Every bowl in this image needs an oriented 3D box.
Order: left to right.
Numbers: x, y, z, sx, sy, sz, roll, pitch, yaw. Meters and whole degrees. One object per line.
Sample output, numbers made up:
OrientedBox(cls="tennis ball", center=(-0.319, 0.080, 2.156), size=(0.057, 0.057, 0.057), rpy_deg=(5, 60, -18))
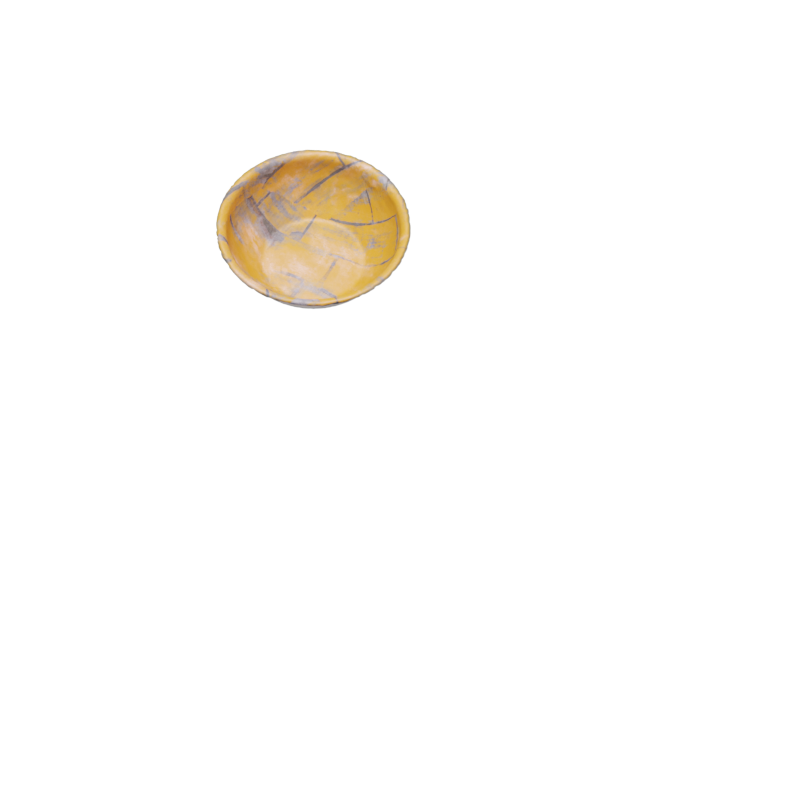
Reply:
OrientedBox(cls="bowl", center=(-0.074, -0.134, 0.942), size=(0.162, 0.173, 0.051), rpy_deg=(-1, -33, -1))
